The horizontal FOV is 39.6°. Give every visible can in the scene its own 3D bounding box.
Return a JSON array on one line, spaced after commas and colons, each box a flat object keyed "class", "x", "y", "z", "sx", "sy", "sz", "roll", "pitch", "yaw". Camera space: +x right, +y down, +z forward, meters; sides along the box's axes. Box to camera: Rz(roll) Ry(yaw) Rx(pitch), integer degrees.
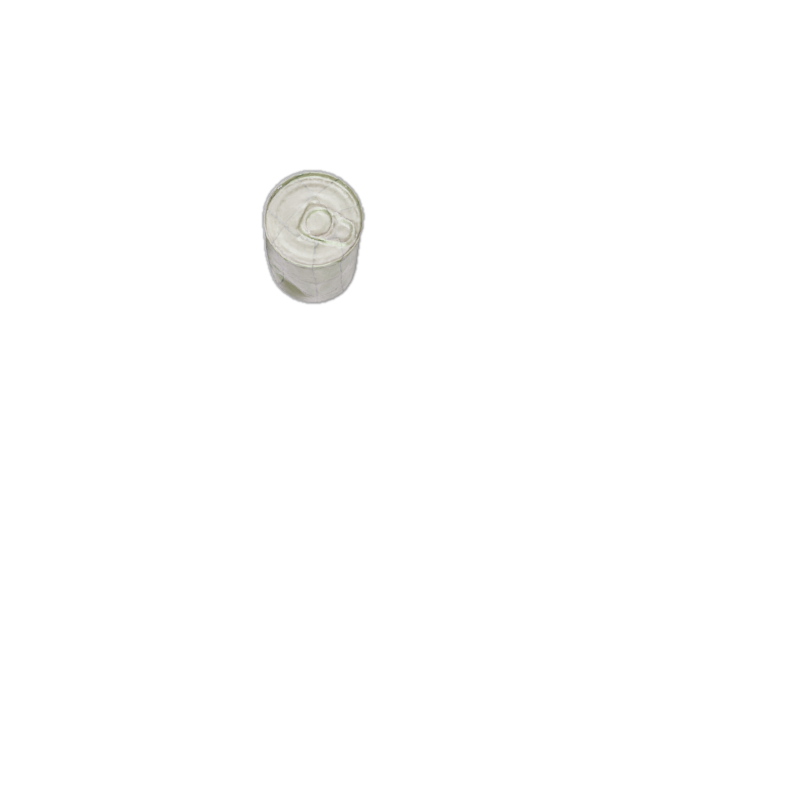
[{"class": "can", "x": -0.062, "y": -0.113, "z": 0.789, "sx": 0.068, "sy": 0.071, "sz": 0.099, "roll": 0, "pitch": -13, "yaw": -3}]
